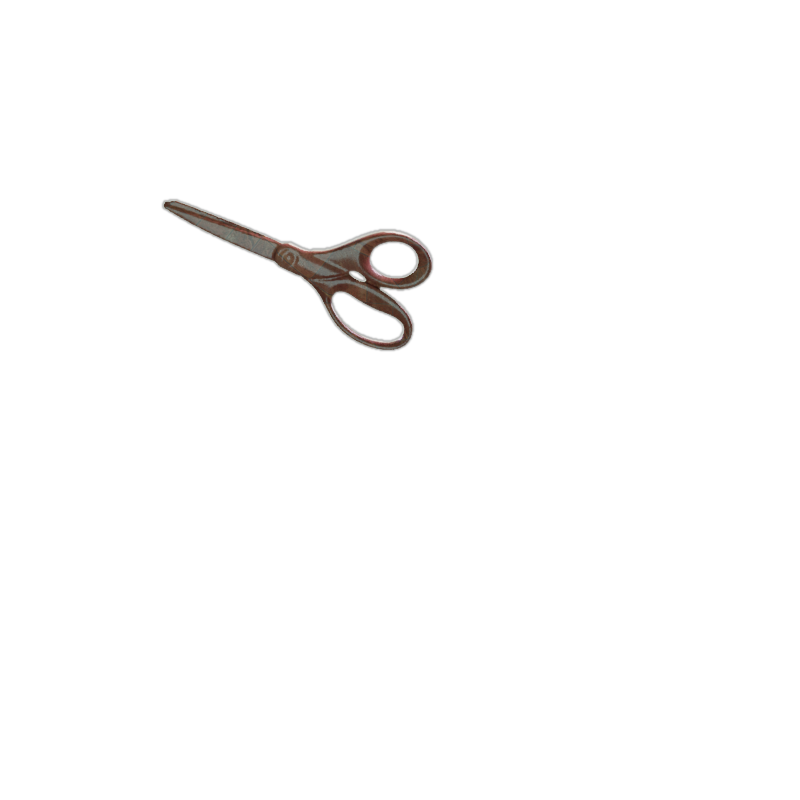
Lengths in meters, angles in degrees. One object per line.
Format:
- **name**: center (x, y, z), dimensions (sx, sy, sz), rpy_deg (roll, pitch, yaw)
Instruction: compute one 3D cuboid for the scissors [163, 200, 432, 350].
- **scissors**: center (-0.062, -0.114, 0.797), dimensions (0.198, 0.095, 0.016), rpy_deg (38, 9, -7)
